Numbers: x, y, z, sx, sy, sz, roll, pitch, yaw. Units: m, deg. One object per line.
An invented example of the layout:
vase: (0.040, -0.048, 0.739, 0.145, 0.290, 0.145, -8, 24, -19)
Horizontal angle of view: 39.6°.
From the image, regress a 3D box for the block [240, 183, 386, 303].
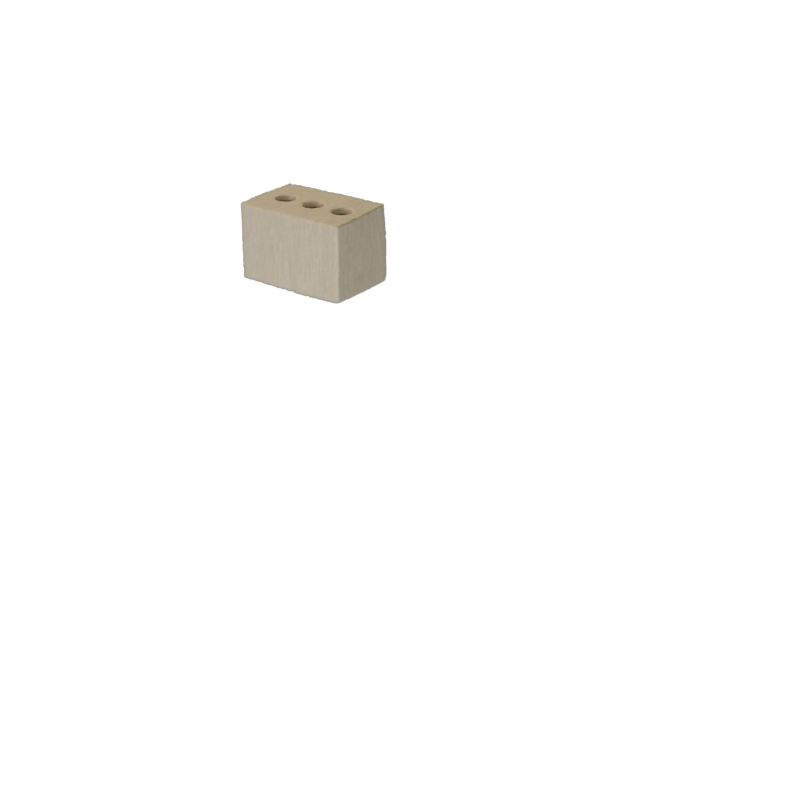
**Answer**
block: (-0.054, -0.099, 0.695, 0.082, 0.049, 0.053, 17, 29, 31)
